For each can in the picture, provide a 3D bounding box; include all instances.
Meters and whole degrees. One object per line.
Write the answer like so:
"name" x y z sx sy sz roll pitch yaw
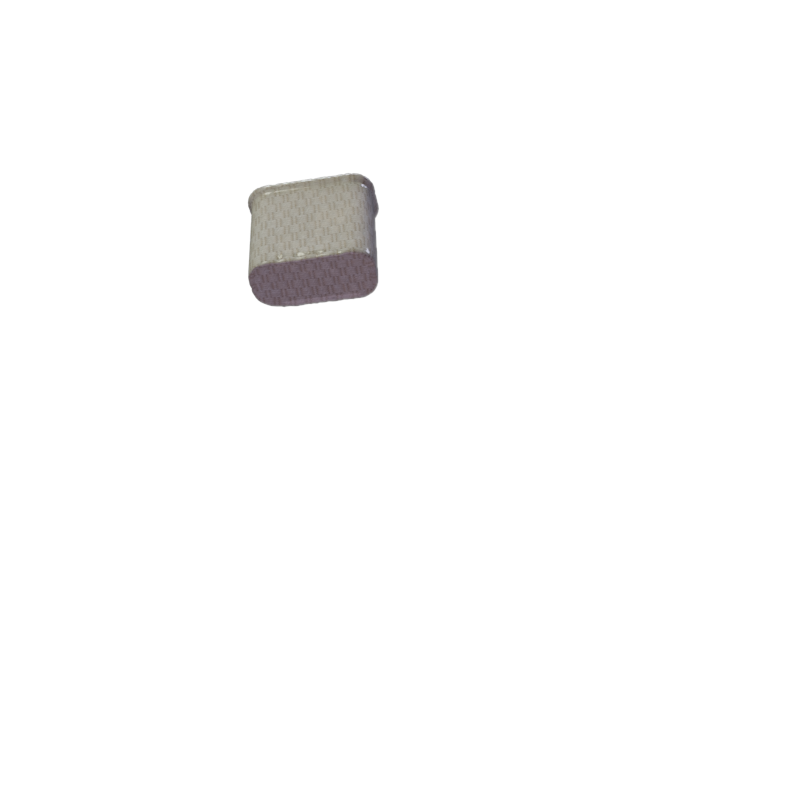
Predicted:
"can" -0.067 -0.122 0.855 0.103 0.090 0.053 -8 -41 7
